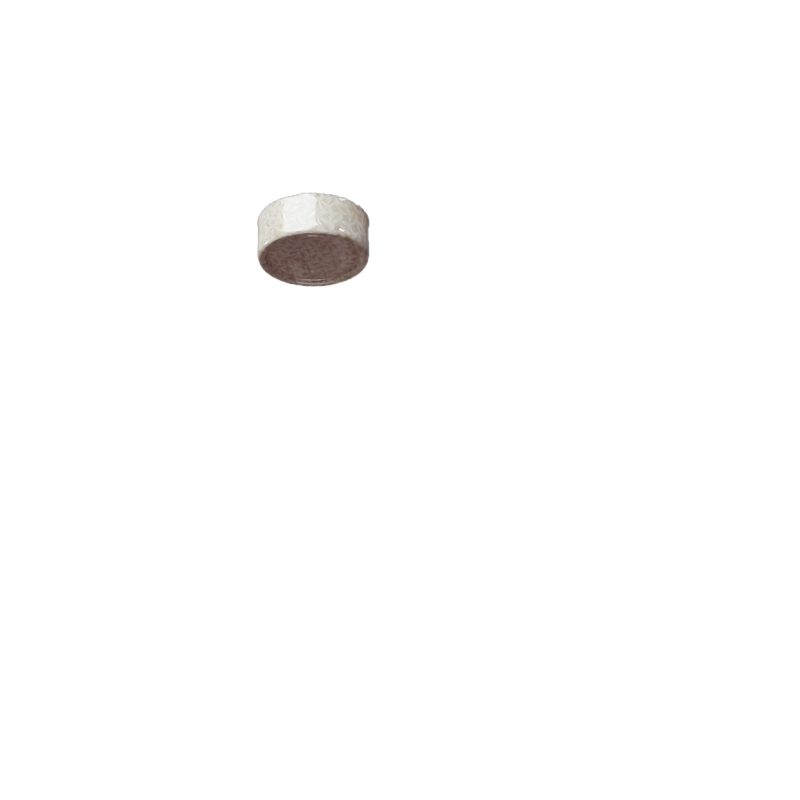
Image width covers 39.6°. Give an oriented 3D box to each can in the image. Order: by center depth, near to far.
[{"bbox_3d":[-0.066,-0.120,0.839,0.086,0.036,0.081,1,-26,-2],"label":"can"}]
